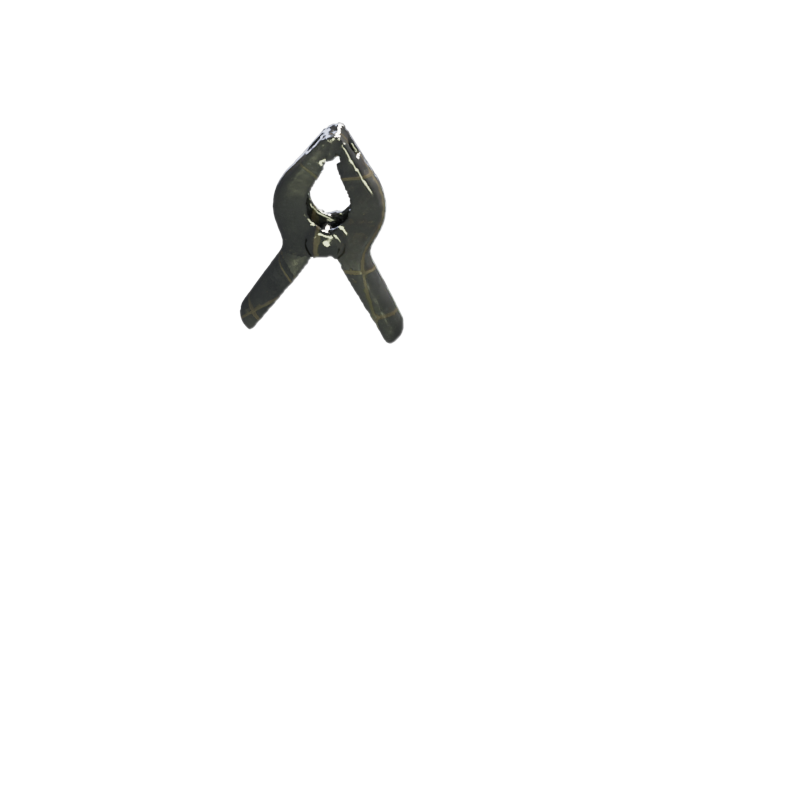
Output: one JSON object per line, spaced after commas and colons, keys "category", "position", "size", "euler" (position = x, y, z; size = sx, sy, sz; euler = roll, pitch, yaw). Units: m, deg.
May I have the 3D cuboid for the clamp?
{"category": "clamp", "position": [-0.062, -0.113, 0.790], "size": [0.120, 0.161, 0.041], "euler": [-4, 28, 2]}
